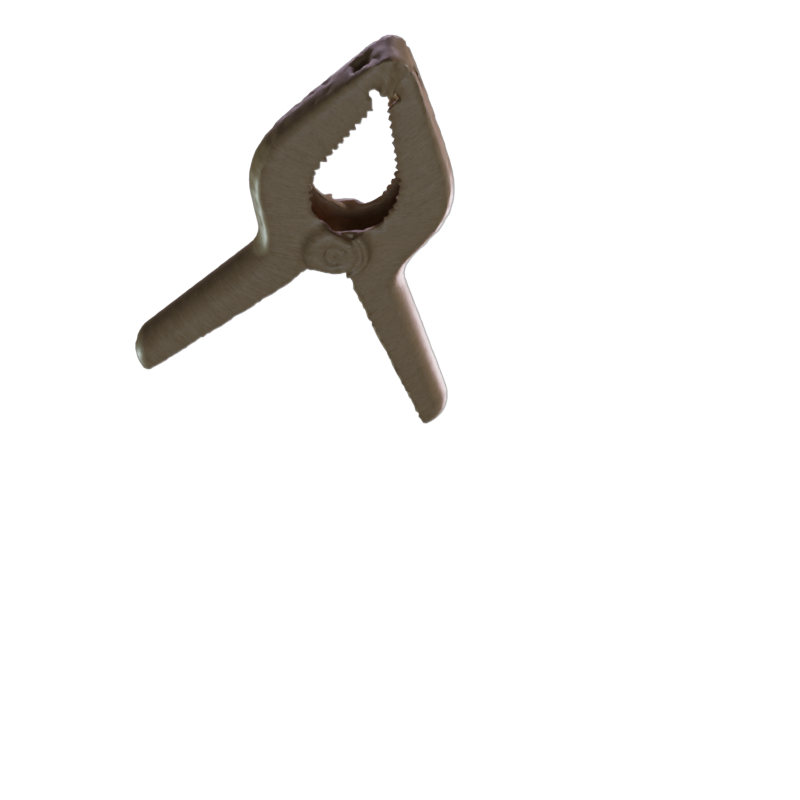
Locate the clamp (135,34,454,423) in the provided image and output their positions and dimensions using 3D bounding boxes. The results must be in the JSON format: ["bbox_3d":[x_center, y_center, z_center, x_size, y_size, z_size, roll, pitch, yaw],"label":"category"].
[{"bbox_3d":[-0.041,-0.076,0.529,0.163,0.198,0.039,7,38,-6],"label":"clamp"}]
